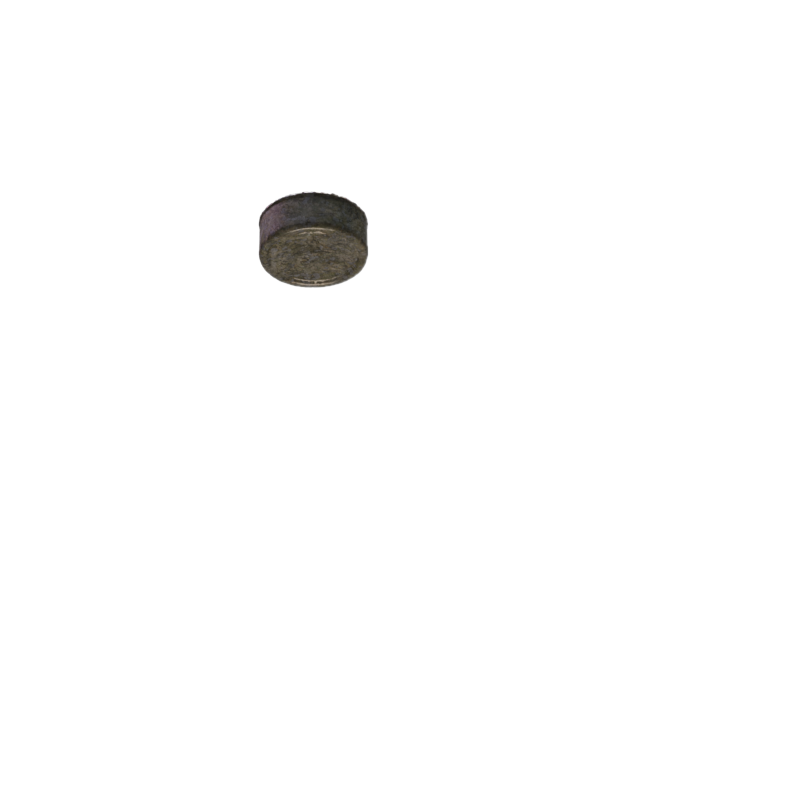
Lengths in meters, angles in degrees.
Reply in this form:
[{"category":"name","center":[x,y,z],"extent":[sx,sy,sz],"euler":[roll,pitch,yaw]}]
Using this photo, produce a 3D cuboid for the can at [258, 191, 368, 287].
[{"category":"can","center":[-0.067,-0.123,0.860],"extent":[0.086,0.036,0.081],"euler":[1,-30,-2]}]
